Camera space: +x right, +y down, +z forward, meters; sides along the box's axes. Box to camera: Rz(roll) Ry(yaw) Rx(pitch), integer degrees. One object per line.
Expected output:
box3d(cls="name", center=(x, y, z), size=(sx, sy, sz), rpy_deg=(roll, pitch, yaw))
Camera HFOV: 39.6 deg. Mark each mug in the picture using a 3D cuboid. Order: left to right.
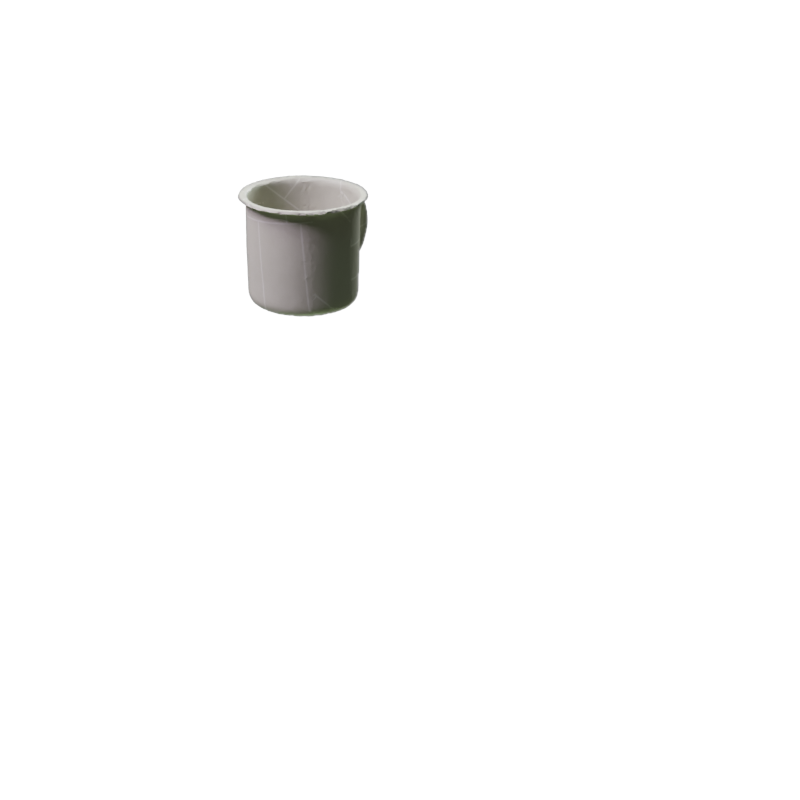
box3d(cls="mug", center=(-0.064, -0.117, 0.816), size=(0.098, 0.078, 0.117), rpy_deg=(16, 29, 31))
